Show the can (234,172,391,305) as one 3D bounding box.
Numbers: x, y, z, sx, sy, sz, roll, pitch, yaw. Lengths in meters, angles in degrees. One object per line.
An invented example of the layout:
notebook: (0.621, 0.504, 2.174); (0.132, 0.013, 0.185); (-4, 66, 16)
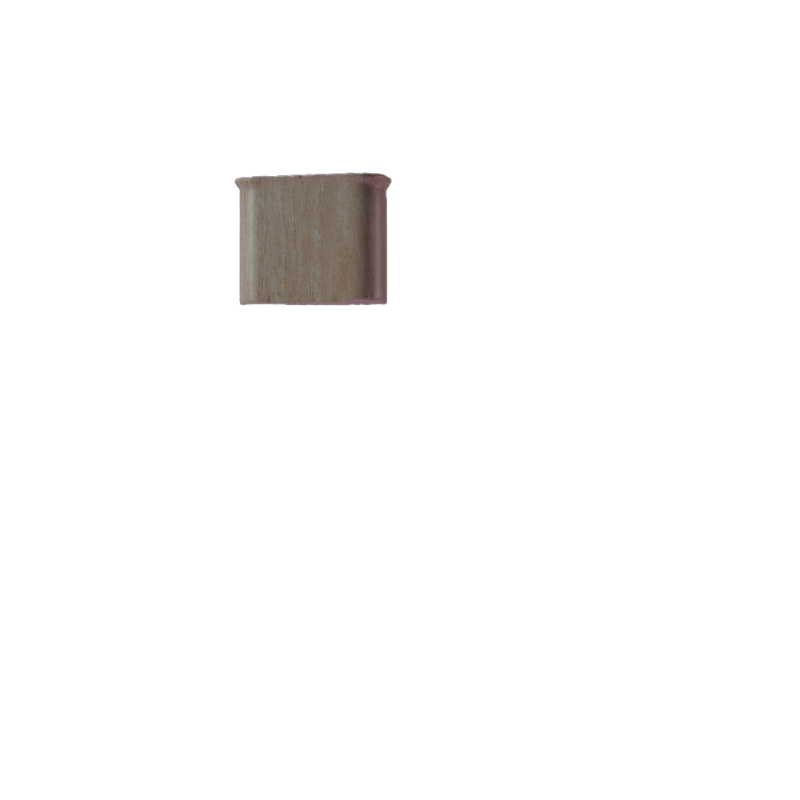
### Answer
can: (-0.058, -0.105, 0.734); (0.104, 0.084, 0.056); (0, -1, 13)
